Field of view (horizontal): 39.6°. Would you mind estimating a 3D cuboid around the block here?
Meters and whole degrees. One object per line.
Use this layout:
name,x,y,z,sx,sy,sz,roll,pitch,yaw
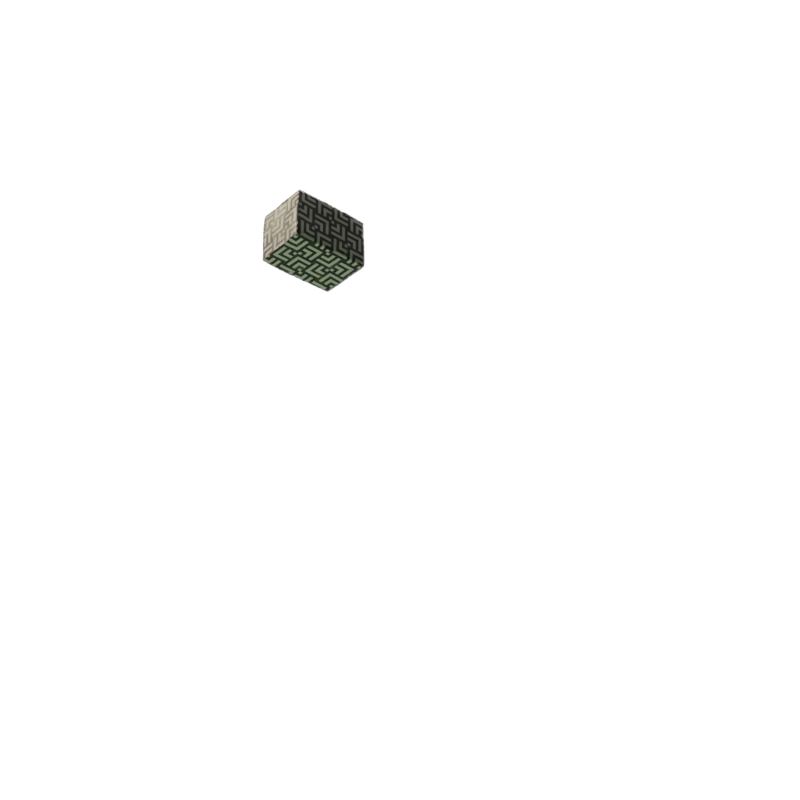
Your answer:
block,-0.077,-0.141,0.990,0.073,0.055,0.052,25,-42,-33
